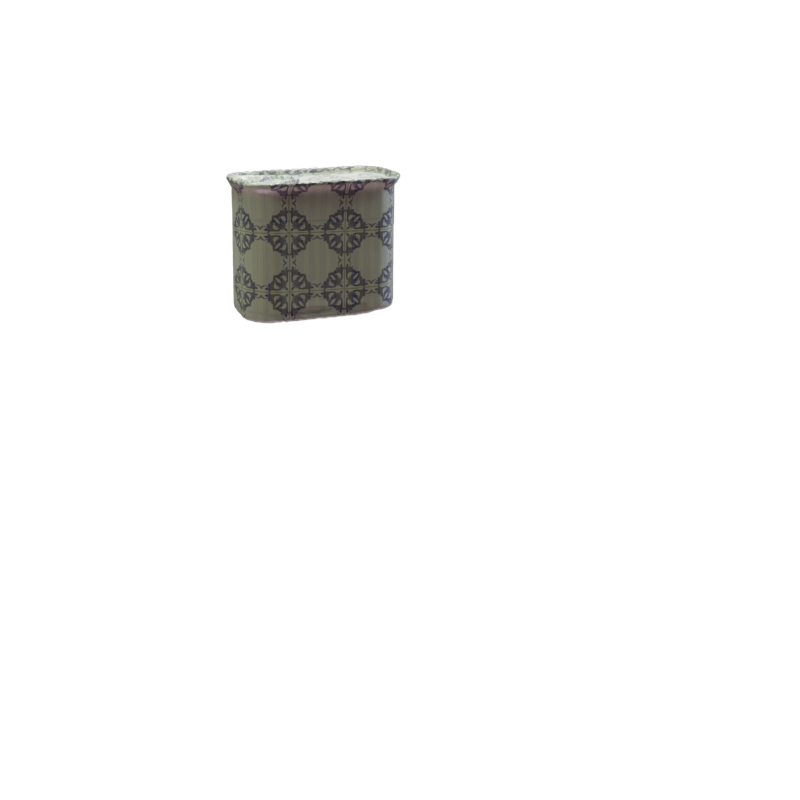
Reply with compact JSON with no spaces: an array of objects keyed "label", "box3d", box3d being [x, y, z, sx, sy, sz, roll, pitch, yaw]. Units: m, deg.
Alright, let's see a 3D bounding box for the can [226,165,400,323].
[{"label":"can","box3d":[-0.053,-0.096,0.674,0.100,0.081,0.061,-6,16,-21]}]
